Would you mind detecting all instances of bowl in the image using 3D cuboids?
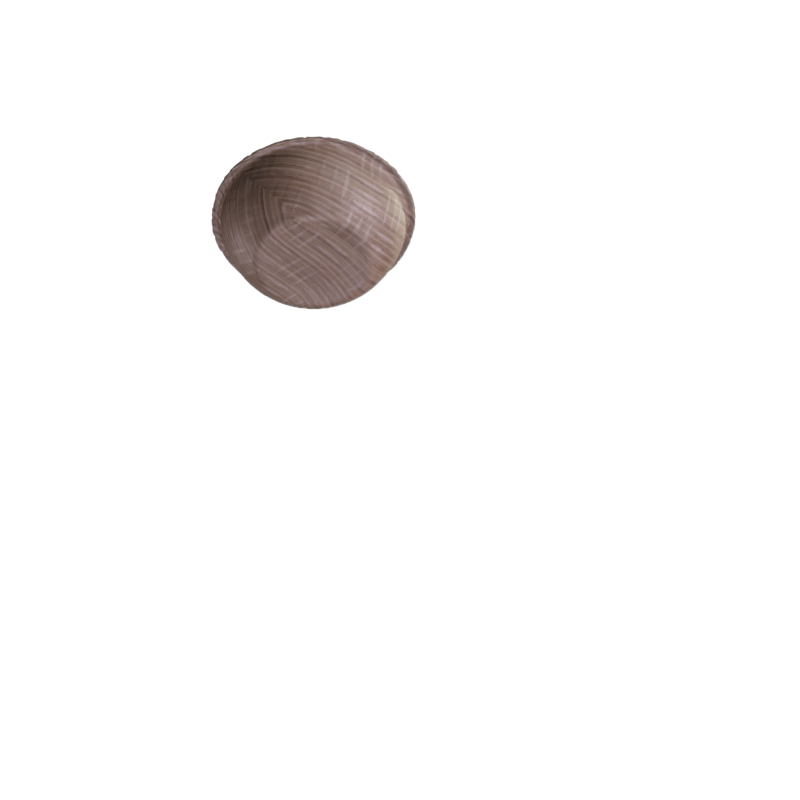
[{"bbox_3d":[-0.067,-0.123,0.858,0.162,0.151,0.059,1,43,-1],"label":"bowl"}]
